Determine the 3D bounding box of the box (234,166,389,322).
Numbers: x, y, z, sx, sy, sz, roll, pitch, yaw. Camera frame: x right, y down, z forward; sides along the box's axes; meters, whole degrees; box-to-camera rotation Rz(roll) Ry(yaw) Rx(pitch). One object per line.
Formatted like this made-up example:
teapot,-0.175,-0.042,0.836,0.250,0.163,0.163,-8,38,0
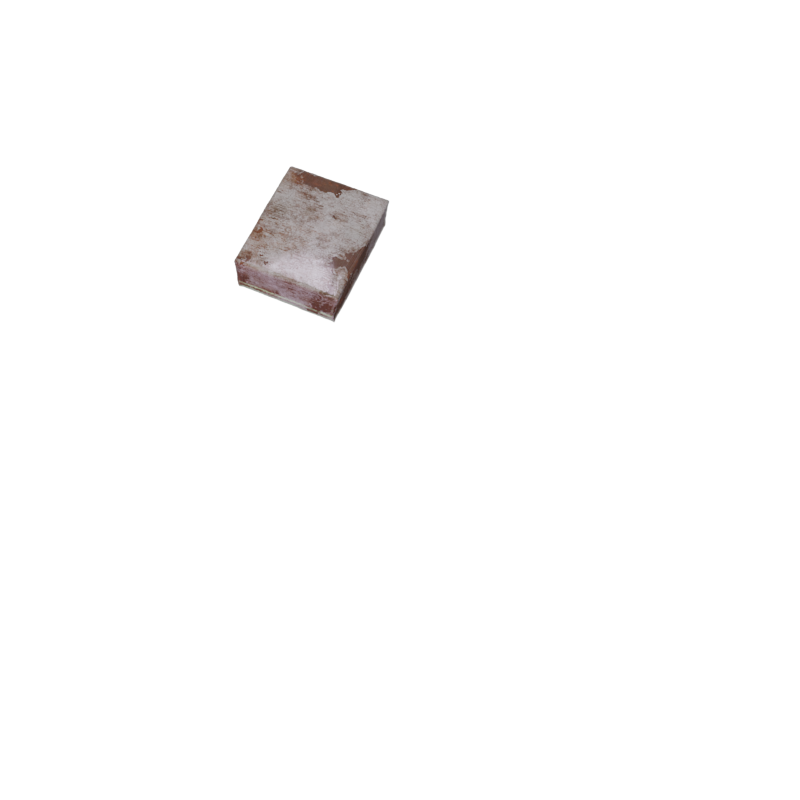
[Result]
box,-0.071,-0.129,0.902,0.092,0.118,0.036,19,-31,11
